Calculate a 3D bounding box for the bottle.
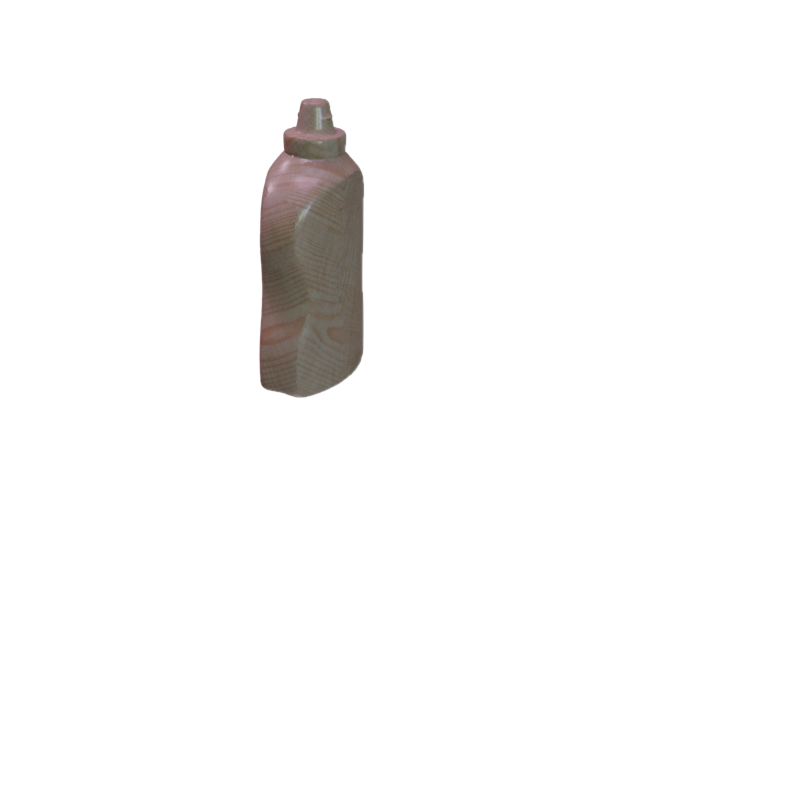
[{"bbox_3d":[-0.058,-0.106,0.741,0.061,0.183,0.096,11,23,26],"label":"bottle"}]
